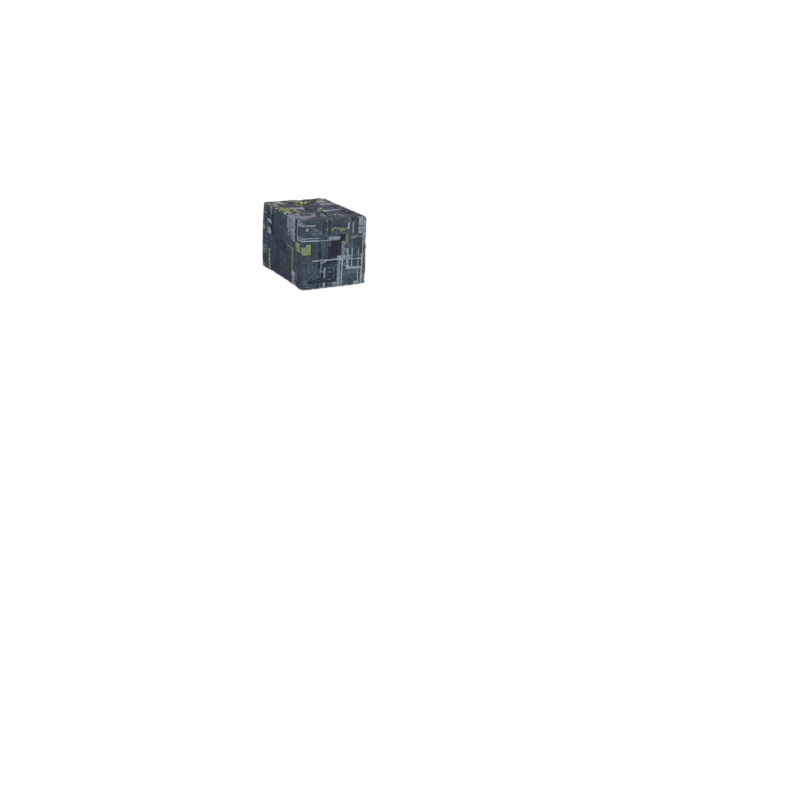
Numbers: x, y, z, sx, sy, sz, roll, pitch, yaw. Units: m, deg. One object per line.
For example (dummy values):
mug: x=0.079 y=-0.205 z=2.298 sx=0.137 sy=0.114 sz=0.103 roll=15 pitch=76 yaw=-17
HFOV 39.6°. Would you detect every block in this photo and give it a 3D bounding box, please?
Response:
block: x=-0.064 y=-0.117 z=0.821 sx=0.051 sy=0.049 sz=0.083 roll=-8 pitch=21 yaw=-25
